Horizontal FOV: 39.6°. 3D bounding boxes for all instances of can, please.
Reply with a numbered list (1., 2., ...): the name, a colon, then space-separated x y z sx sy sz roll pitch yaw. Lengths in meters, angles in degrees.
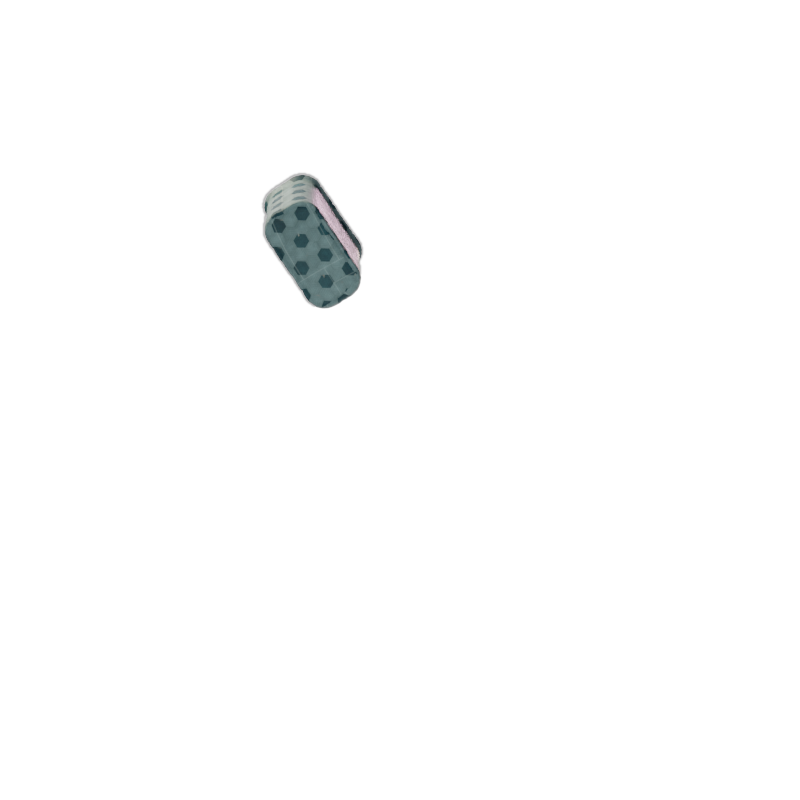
1. can: -0.076 -0.138 0.968 0.057 0.098 0.088 -32 18 10
